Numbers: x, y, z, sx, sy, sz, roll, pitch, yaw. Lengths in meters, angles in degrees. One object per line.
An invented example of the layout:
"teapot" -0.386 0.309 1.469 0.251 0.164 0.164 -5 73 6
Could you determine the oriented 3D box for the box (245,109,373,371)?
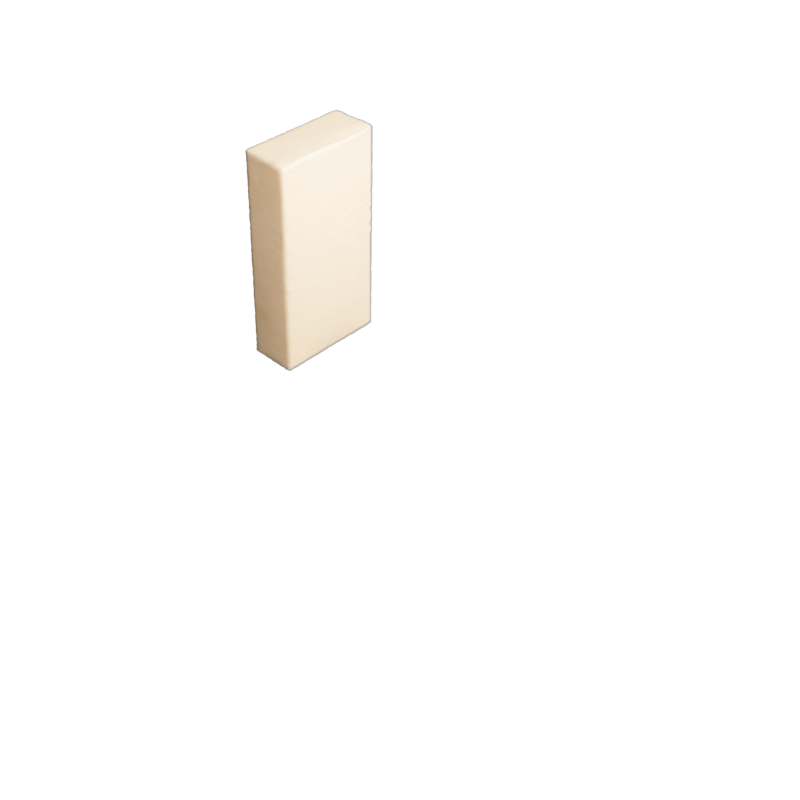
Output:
"box" -0.065 -0.118 0.826 0.051 0.165 0.093 31 46 32
